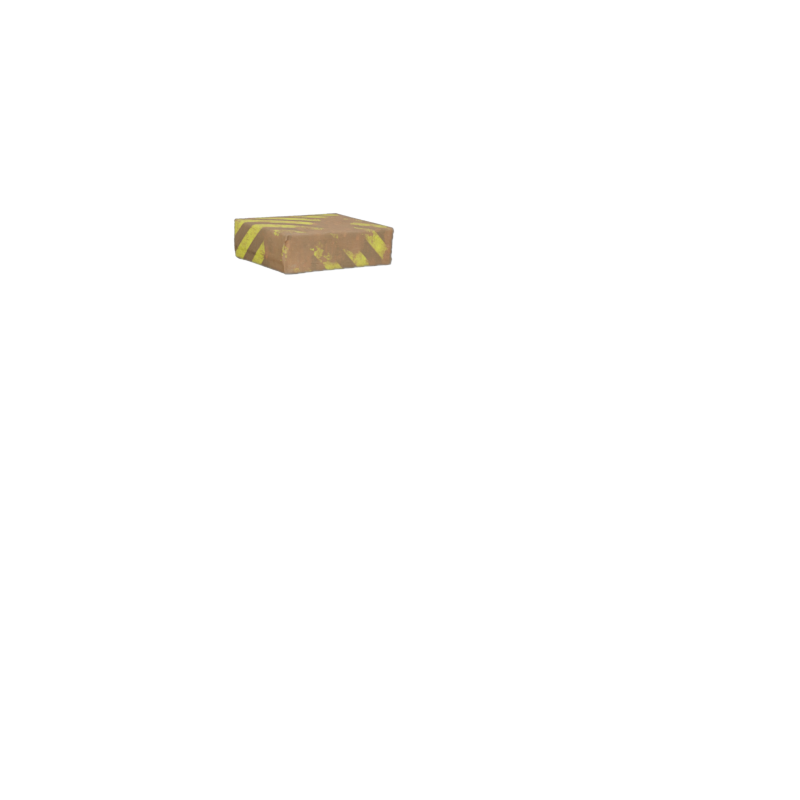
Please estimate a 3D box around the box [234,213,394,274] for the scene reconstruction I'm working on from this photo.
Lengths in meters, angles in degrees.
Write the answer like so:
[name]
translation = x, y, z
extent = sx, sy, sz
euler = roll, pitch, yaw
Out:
[box]
translation = -0.076, -0.138, 0.969
extent = 0.111, 0.038, 0.095
euler = -12, 20, -34
